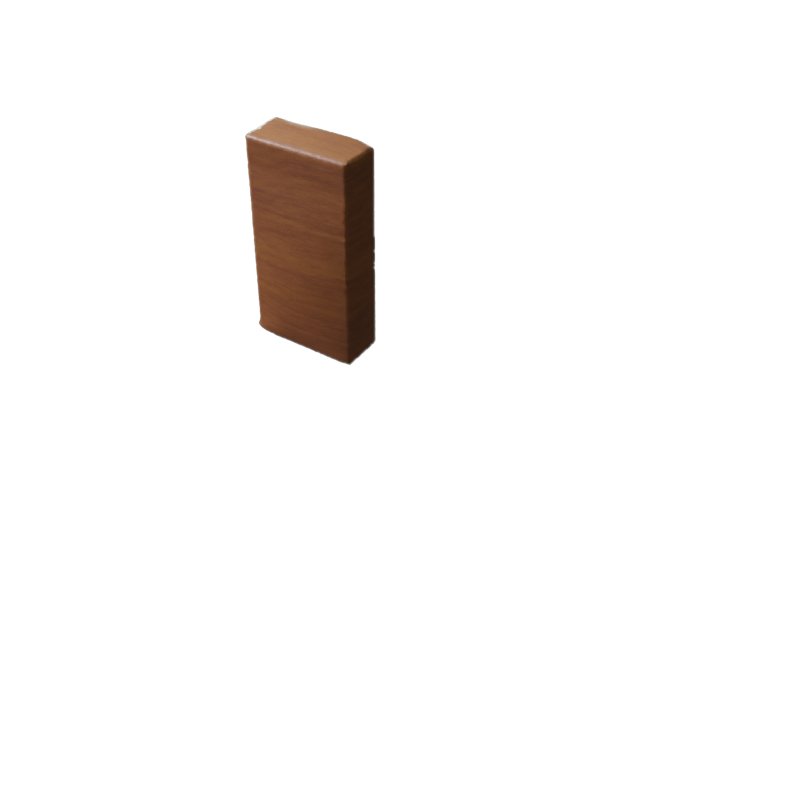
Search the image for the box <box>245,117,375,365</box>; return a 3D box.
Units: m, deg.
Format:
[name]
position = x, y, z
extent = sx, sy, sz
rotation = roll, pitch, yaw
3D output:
[box]
position = -0.066, -0.121, 0.847
extent = 0.098, 0.165, 0.048
rotation = 22, 37, 28
